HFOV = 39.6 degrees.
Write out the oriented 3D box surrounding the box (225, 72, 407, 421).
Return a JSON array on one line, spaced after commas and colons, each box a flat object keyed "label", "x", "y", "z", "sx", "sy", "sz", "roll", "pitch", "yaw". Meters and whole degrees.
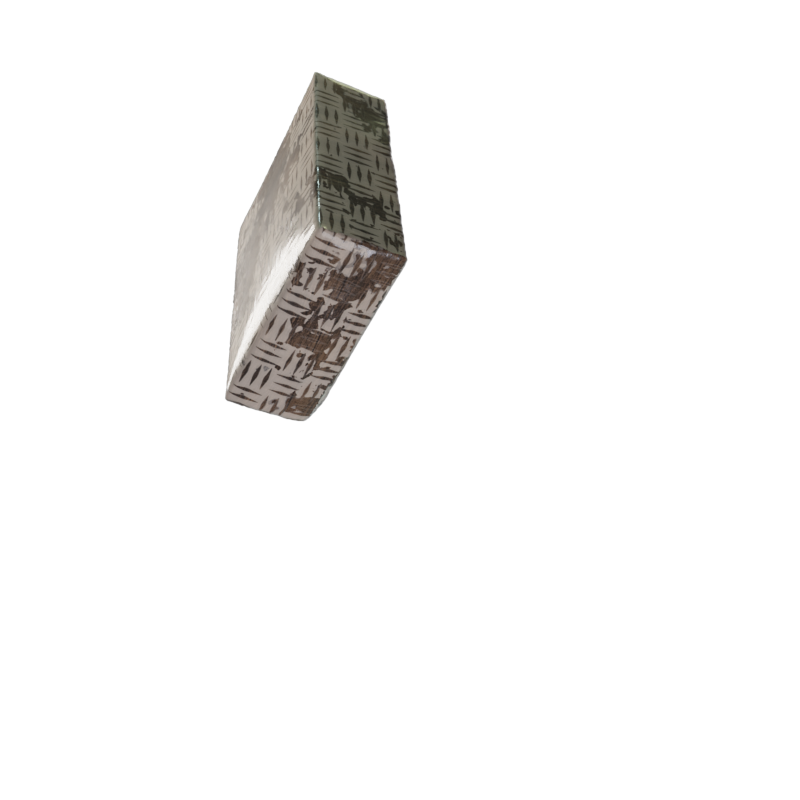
[{"label": "box", "x": -0.064, "y": -0.117, "z": 0.820, "sx": 0.069, "sy": 0.158, "sz": 0.229, "roll": 19, "pitch": 36, "yaw": -19}]
